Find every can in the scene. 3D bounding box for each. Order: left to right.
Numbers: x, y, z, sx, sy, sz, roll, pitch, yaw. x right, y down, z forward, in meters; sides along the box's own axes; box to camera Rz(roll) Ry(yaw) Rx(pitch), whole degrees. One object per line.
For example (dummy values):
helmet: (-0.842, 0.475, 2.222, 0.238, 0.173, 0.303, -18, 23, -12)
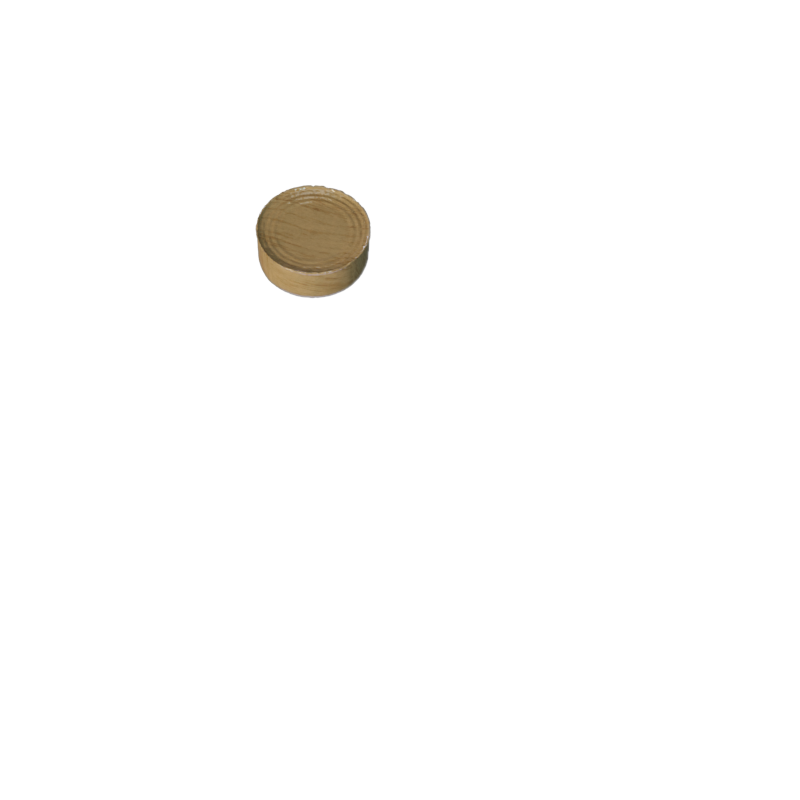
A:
can: (-0.065, -0.119, 0.836, 0.086, 0.092, 0.031, -1, -36, -1)
